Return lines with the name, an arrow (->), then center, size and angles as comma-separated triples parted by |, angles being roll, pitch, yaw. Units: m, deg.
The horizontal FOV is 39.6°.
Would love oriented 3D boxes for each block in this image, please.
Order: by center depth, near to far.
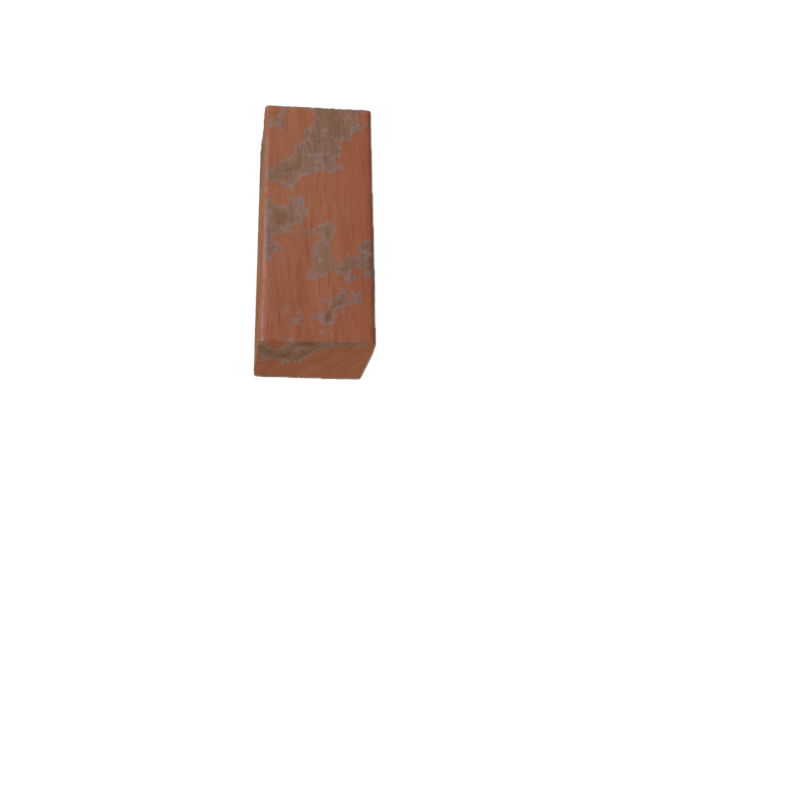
block -> -0.071, -0.130, 0.910 | 0.090, 0.217, 0.086 | 2, -23, -8
